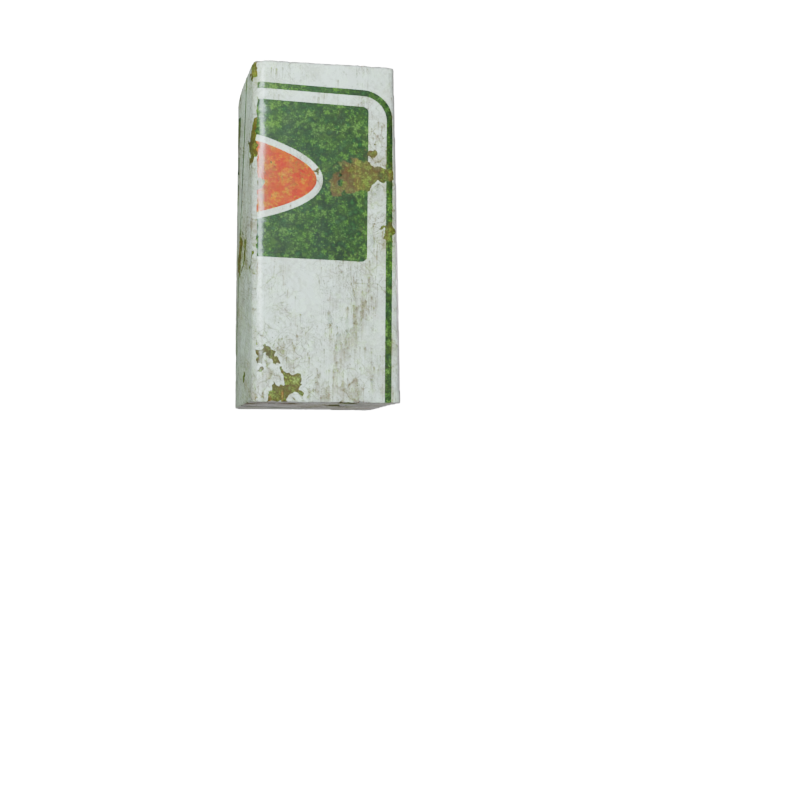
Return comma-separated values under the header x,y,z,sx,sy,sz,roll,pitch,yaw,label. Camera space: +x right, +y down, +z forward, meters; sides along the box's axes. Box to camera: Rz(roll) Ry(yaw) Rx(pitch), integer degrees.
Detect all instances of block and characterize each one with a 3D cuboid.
x,y,z,sx,sy,sz,roll,pitch,yaw,label
-0.055,-0.100,0.701,0.089,0.212,0.089,2,-10,-13,block
